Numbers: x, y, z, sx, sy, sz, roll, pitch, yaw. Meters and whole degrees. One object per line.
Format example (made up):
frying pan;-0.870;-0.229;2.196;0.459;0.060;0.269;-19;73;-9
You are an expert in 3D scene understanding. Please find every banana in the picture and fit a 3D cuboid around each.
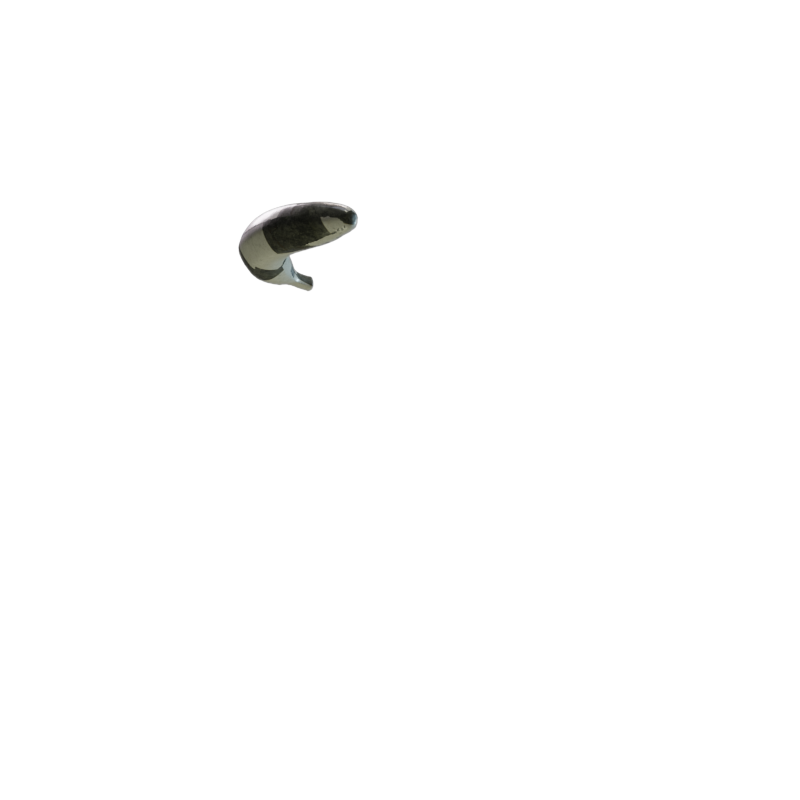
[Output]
banana;-0.084;-0.118;0.826;0.068;0.038;0.196;1;-6;-13
